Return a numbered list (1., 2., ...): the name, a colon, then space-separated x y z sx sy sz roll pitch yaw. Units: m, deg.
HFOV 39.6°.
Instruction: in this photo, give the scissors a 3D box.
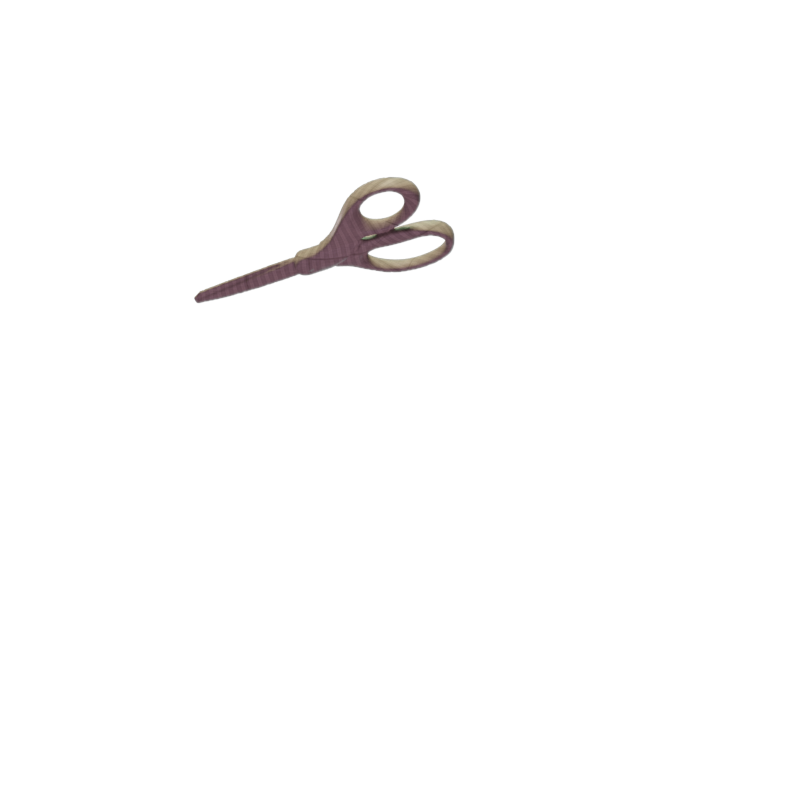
1. scissors: -0.063 -0.115 0.803 0.203 0.017 0.089 -6 -41 7
